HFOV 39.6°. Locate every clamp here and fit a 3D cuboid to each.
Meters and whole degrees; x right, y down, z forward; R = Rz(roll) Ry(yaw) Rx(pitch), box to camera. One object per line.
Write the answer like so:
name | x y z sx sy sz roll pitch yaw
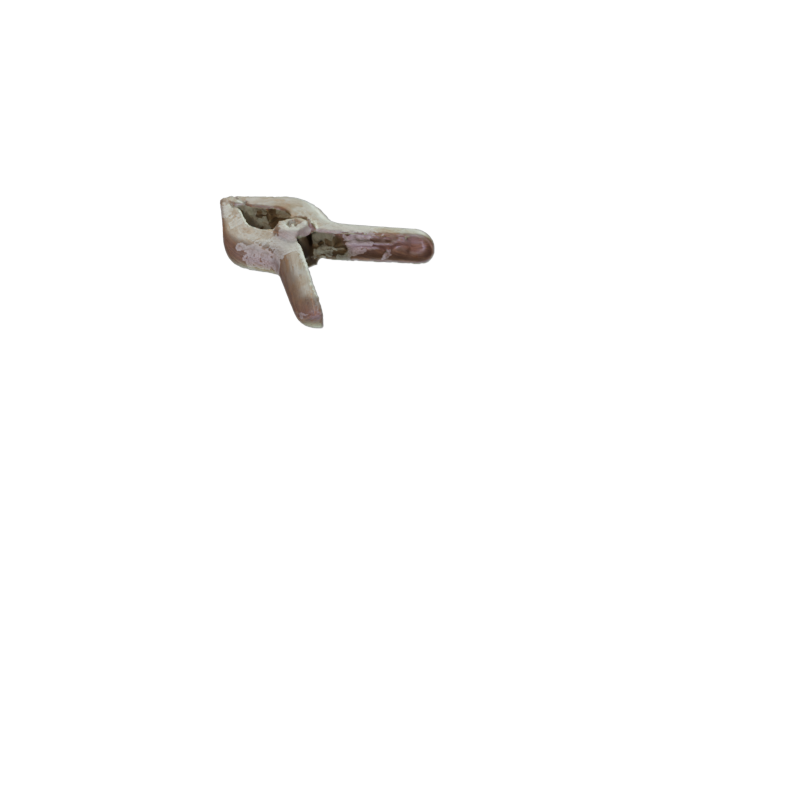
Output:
clamp | -0.063 -0.114 0.799 0.119 0.037 0.185 -22 40 -29
